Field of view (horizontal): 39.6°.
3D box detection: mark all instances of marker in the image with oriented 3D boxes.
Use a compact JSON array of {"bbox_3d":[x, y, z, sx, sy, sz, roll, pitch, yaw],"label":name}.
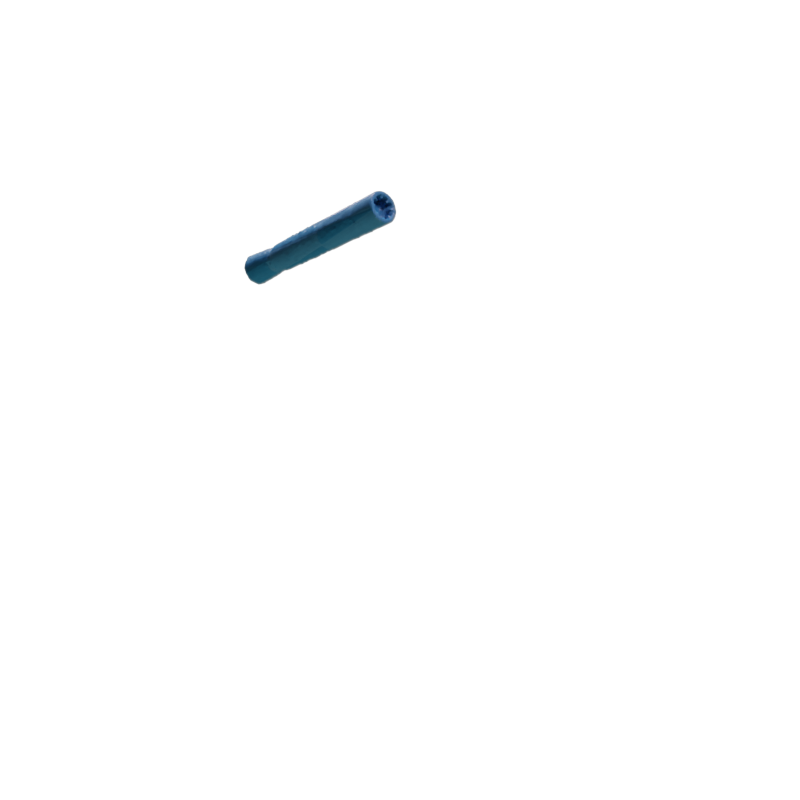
[{"bbox_3d":[-0.050,-0.091,0.636,0.019,0.020,0.122,-3,-10,-44],"label":"marker"}]
